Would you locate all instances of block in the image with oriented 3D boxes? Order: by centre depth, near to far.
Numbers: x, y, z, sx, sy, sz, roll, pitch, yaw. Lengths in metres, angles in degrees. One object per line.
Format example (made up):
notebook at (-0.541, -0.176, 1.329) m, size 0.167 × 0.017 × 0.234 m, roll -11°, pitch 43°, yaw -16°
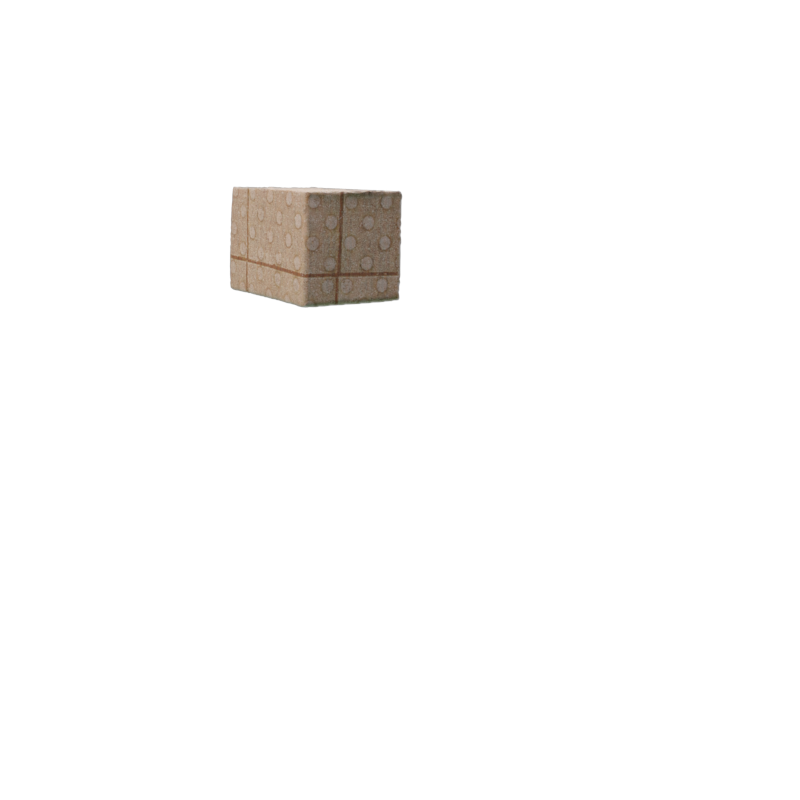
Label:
block at (-0.041, -0.075, 0.524) m, size 0.051 × 0.050 × 0.082 m, roll -5°, pitch 11°, yaw -32°
